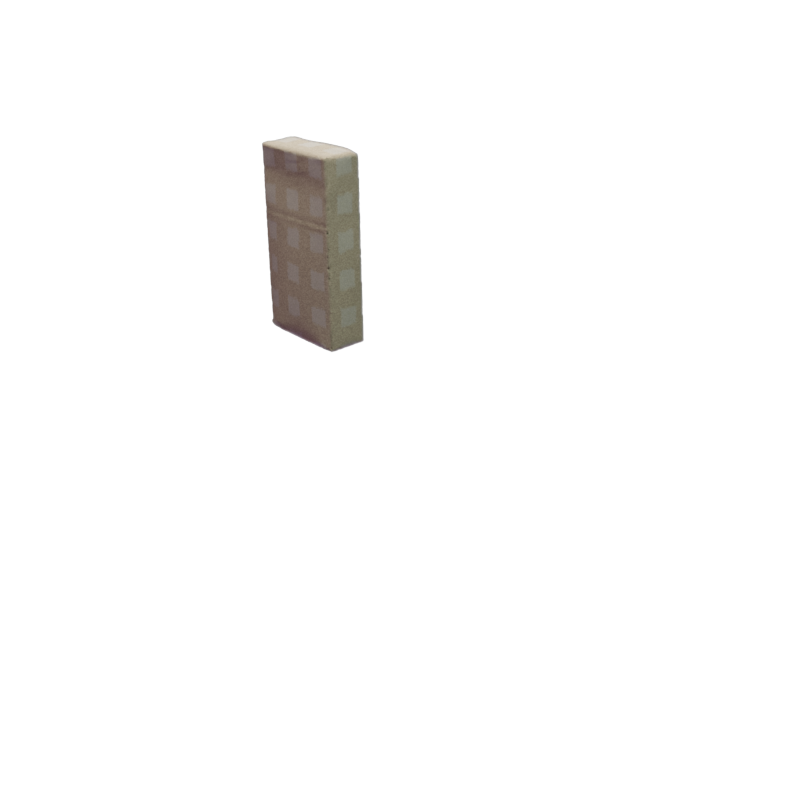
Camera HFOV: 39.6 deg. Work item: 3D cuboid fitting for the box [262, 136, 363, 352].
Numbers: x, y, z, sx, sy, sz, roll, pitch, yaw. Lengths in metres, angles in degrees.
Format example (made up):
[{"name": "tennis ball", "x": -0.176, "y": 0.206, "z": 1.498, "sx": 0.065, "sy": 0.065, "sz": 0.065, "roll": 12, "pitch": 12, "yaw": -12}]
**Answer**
[{"name": "box", "x": -0.077, "y": -0.141, "z": 0.990, "sx": 0.047, "sy": 0.169, "sz": 0.099, "roll": -13, "pitch": 23, "yaw": -38}]
